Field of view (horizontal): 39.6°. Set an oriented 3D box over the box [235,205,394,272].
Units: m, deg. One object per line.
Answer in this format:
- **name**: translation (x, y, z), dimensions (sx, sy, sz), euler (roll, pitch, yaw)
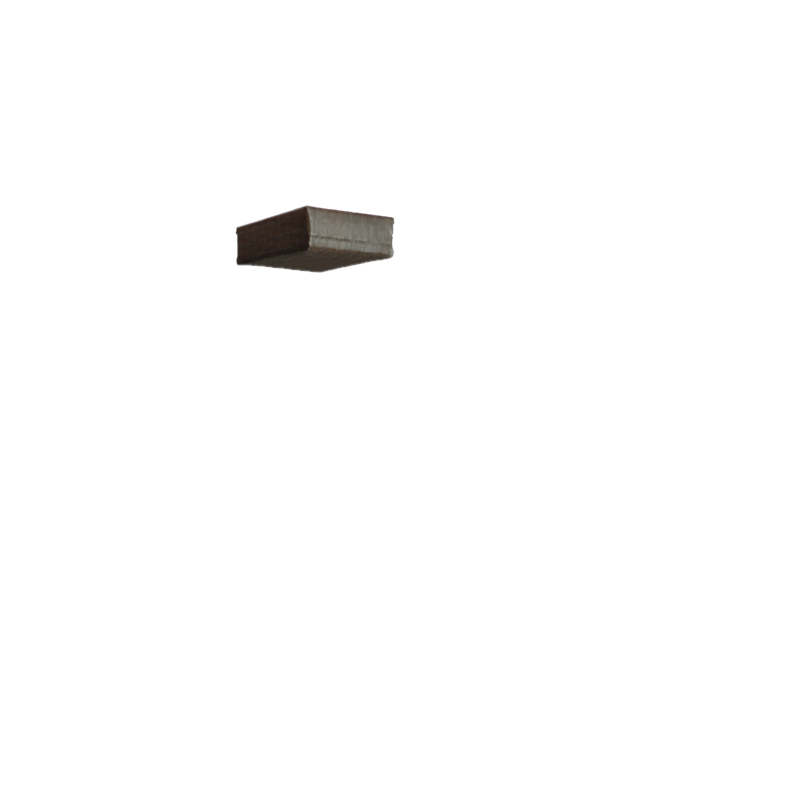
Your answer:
- **box**: translation (-0.073, -0.134, 0.936), dimensions (0.086, 0.039, 0.117), euler (1, -1, -37)
